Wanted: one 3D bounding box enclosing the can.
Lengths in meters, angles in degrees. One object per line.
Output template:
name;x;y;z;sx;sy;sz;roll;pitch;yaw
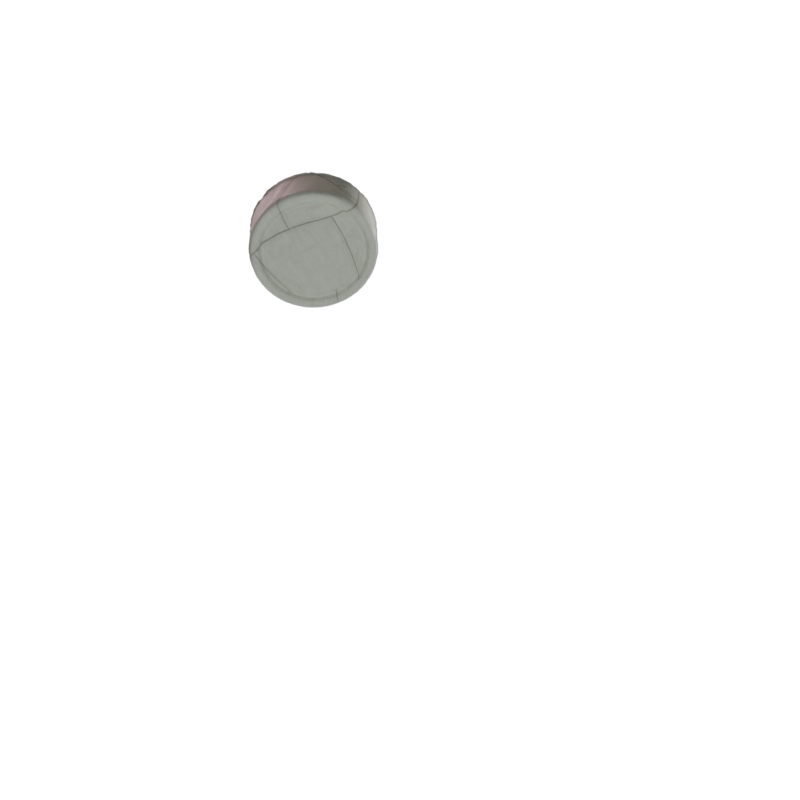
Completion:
can;-0.057;-0.105;0.733;0.086;0.081;0.036;1;28;-1
